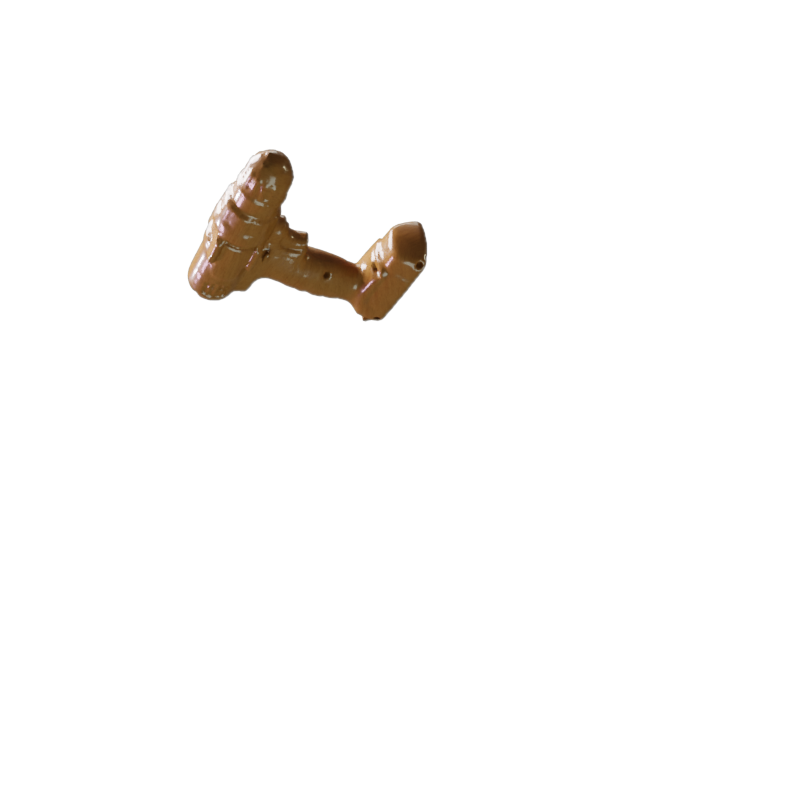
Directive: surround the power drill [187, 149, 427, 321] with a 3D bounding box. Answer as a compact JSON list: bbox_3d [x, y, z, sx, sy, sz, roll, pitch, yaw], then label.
[{"bbox_3d":[-0.075,-0.138,0.964,0.181,0.061,0.179,13,-34,-21],"label":"power drill"}]
